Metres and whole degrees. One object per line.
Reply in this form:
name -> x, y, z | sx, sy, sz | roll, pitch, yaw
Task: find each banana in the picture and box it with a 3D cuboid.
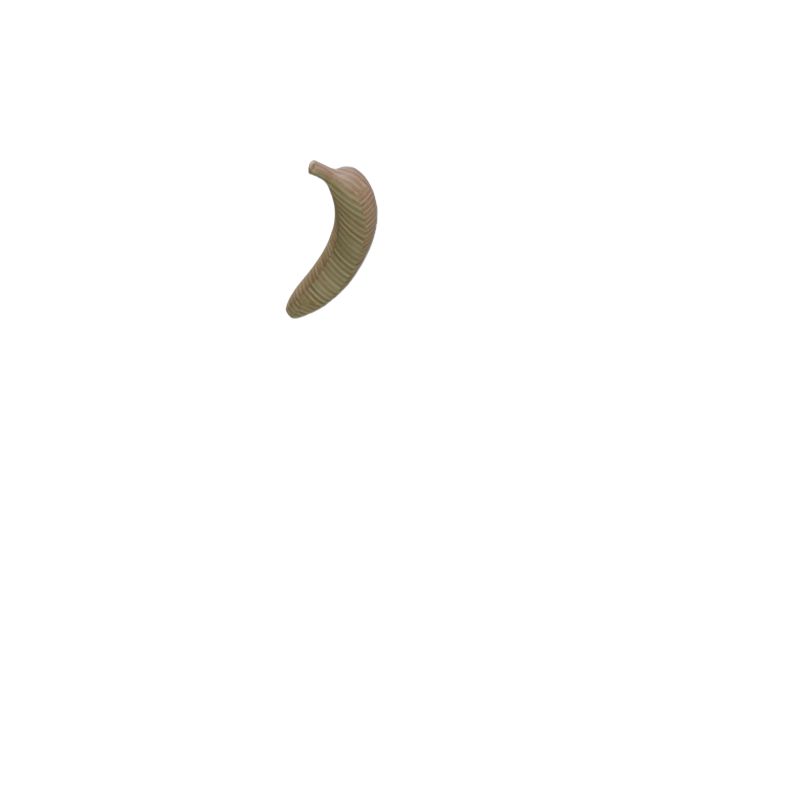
banana -> -0.059, -0.143, 0.990 | 0.069, 0.039, 0.186 | 6, -42, -8
